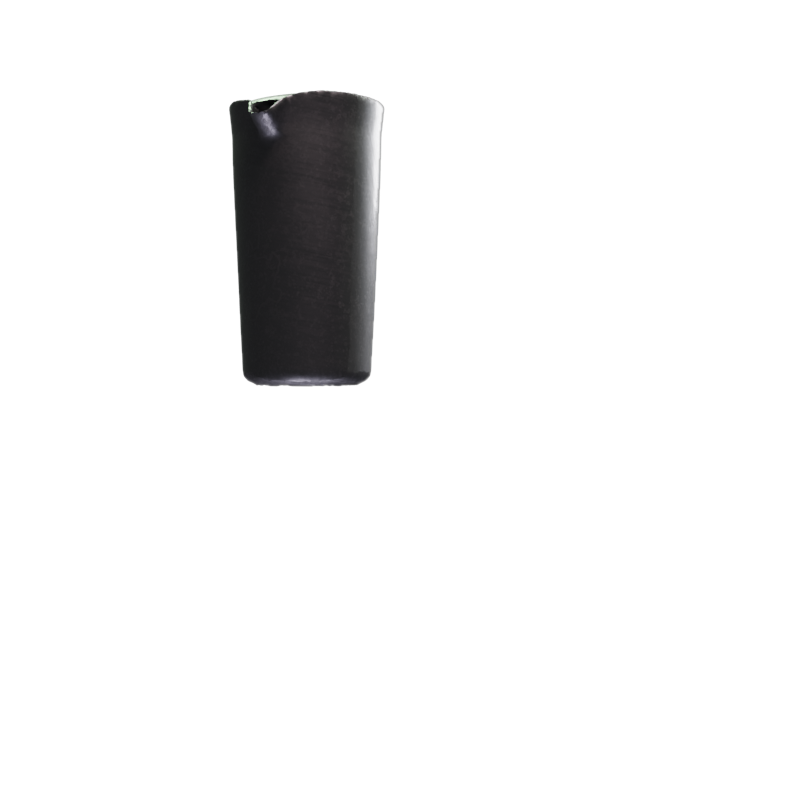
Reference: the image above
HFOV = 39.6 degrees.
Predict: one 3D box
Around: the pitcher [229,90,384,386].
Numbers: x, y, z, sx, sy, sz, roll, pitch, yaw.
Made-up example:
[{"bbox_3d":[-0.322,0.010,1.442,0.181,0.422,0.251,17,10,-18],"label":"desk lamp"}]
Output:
[{"bbox_3d":[-0.074,-0.136,0.951,0.145,0.246,0.147,1,-4,-21],"label":"pitcher"}]
